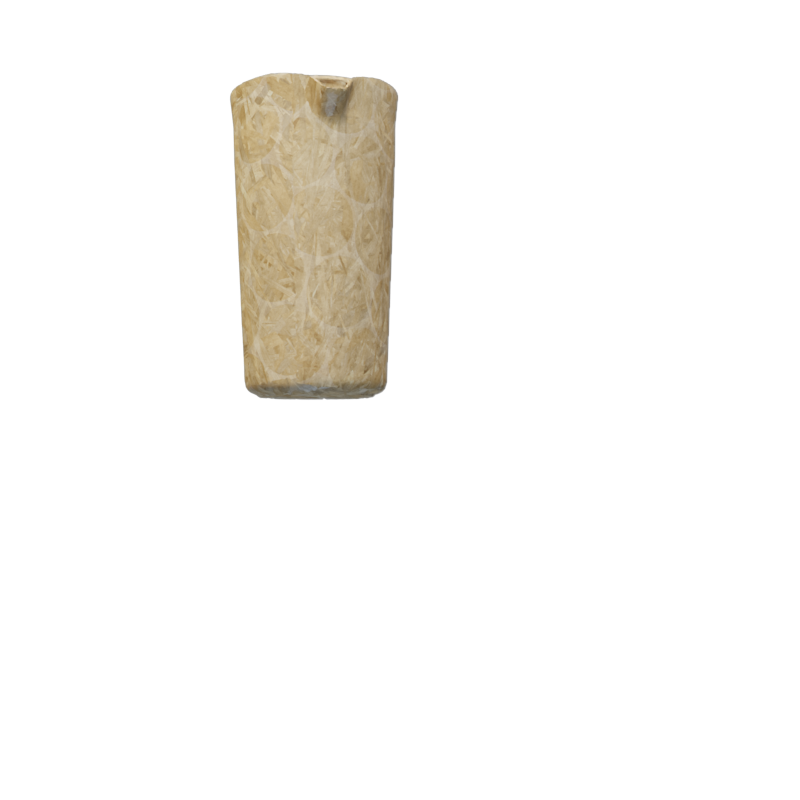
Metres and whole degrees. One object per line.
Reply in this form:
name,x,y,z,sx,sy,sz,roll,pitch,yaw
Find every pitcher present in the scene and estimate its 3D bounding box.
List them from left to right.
pitcher,-0.068,-0.124,0.869,0.149,0.249,0.142,-6,-10,30
